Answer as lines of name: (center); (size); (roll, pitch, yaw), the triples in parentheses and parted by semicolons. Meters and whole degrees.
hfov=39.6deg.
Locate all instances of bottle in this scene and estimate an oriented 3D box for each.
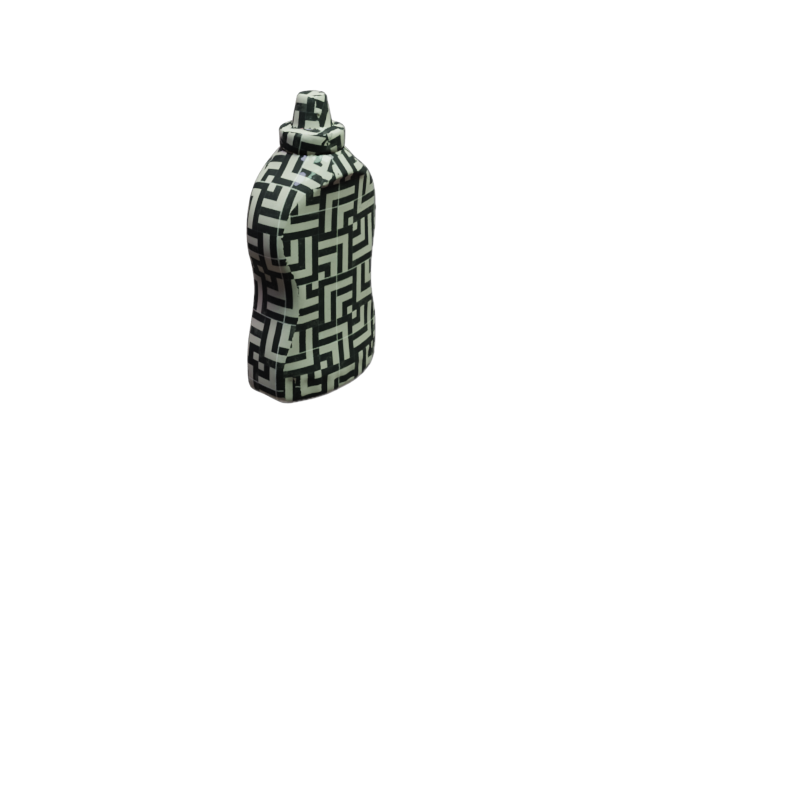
bottle: (-0.055, -0.100, 0.703); (0.062, 0.182, 0.095); (20, 30, 38)
